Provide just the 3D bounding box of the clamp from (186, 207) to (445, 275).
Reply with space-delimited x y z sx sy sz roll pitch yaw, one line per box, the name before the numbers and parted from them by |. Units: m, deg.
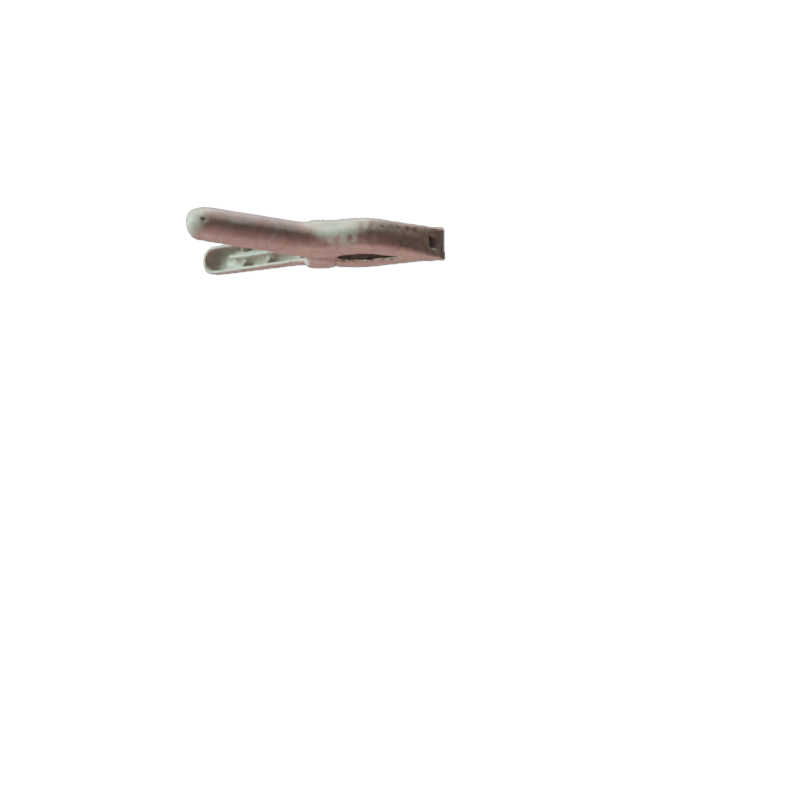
clamp | -0.070 -0.127 0.890 0.211 0.037 0.160 0 -3 4
